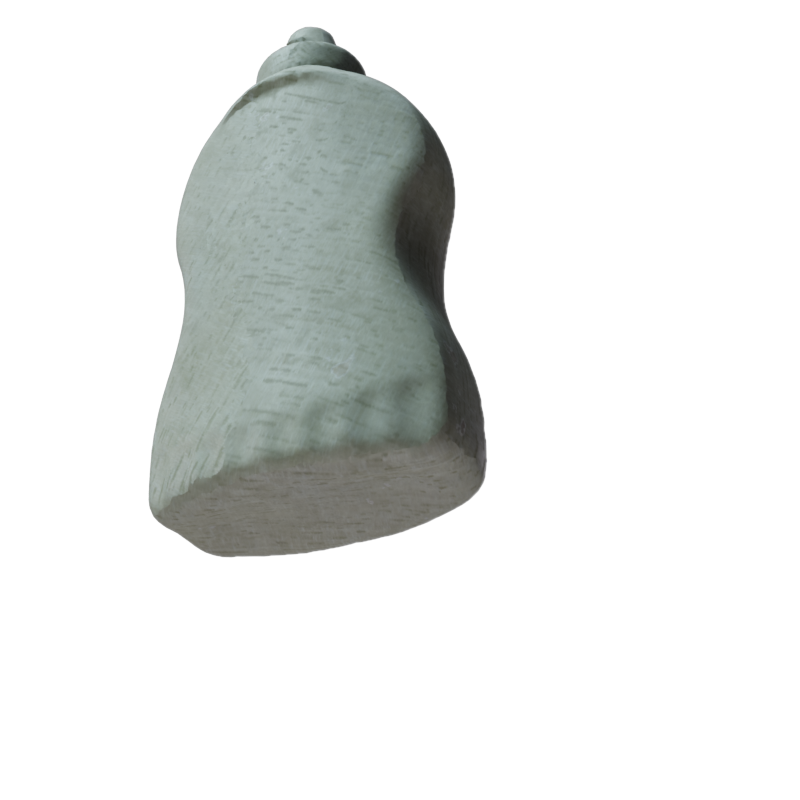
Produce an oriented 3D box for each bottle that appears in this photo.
[{"bbox_3d":[-0.029,-0.052,0.364,0.097,0.205,0.054,-19,-38,22],"label":"bottle"}]
